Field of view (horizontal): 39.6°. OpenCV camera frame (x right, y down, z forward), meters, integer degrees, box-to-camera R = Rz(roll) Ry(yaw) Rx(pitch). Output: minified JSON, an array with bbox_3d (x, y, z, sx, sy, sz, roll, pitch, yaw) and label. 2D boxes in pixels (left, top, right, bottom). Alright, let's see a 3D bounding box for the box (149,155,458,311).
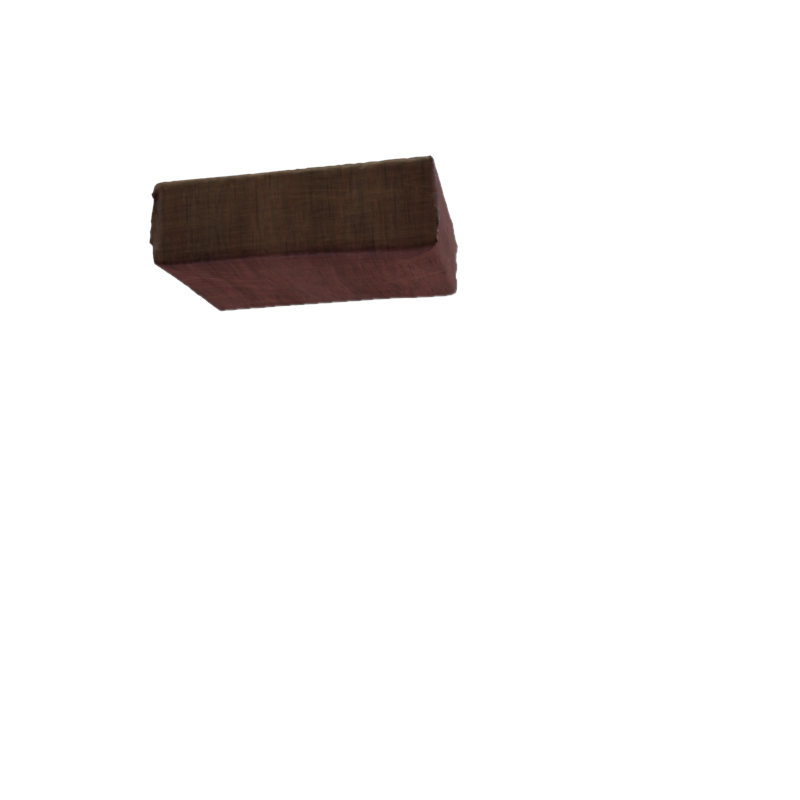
[{"bbox_3d":[-0.036,-0.066,0.460,0.115,0.040,0.086,-1,-8,10],"label":"box"}]
